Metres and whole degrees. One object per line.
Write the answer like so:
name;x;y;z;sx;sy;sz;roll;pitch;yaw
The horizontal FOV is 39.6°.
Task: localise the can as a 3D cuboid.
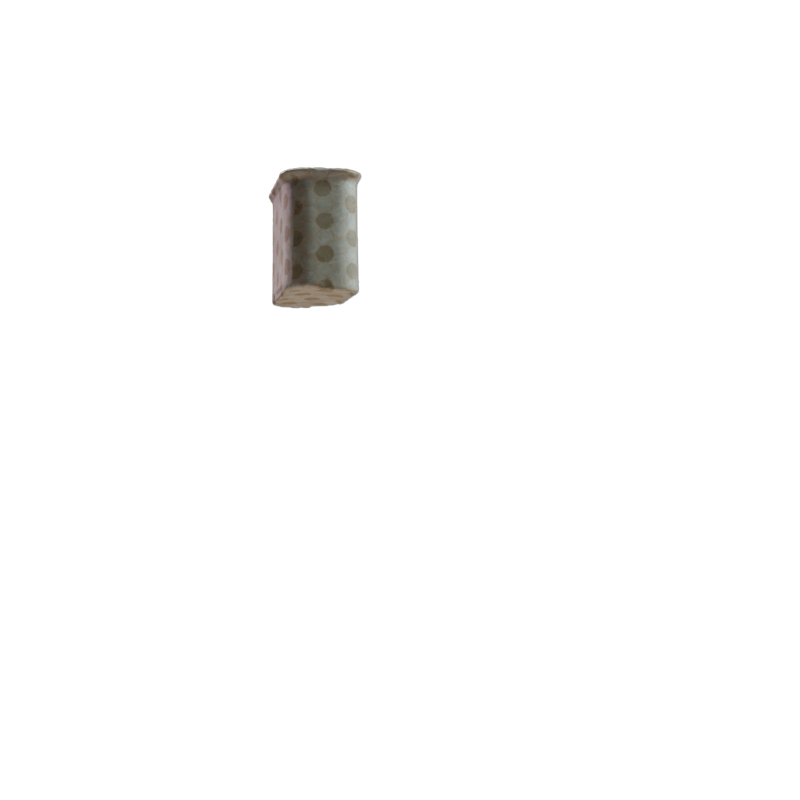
can;-0.062;-0.113;0.791;0.057;0.086;0.101;1;-7;-12
